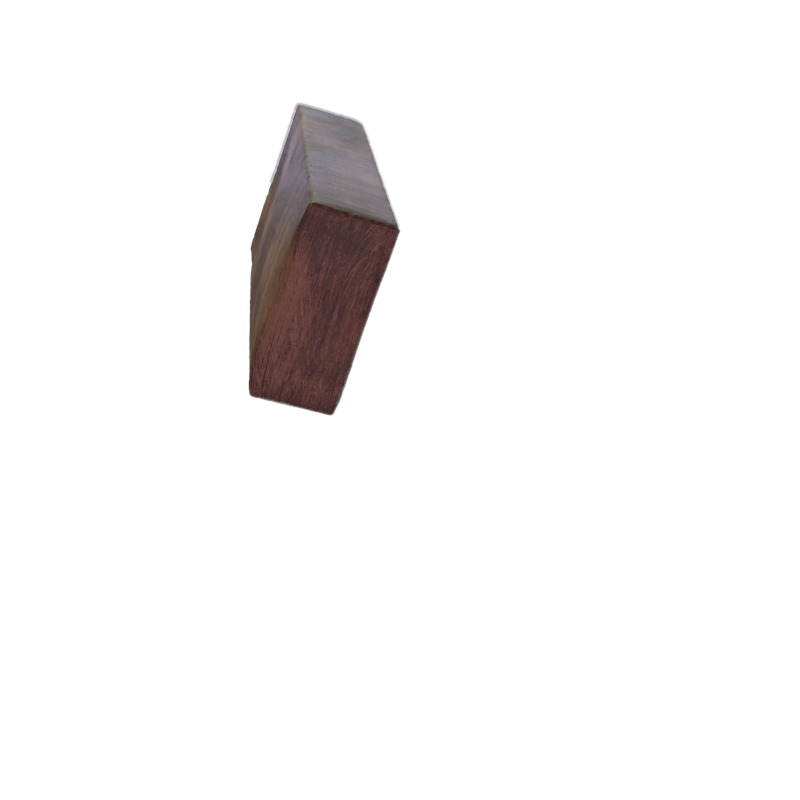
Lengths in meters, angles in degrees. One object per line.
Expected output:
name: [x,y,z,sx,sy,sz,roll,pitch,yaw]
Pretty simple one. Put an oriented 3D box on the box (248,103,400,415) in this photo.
box: [-0.042,-0.077,0.539,0.047,0.090,0.186,17,24,-12]
